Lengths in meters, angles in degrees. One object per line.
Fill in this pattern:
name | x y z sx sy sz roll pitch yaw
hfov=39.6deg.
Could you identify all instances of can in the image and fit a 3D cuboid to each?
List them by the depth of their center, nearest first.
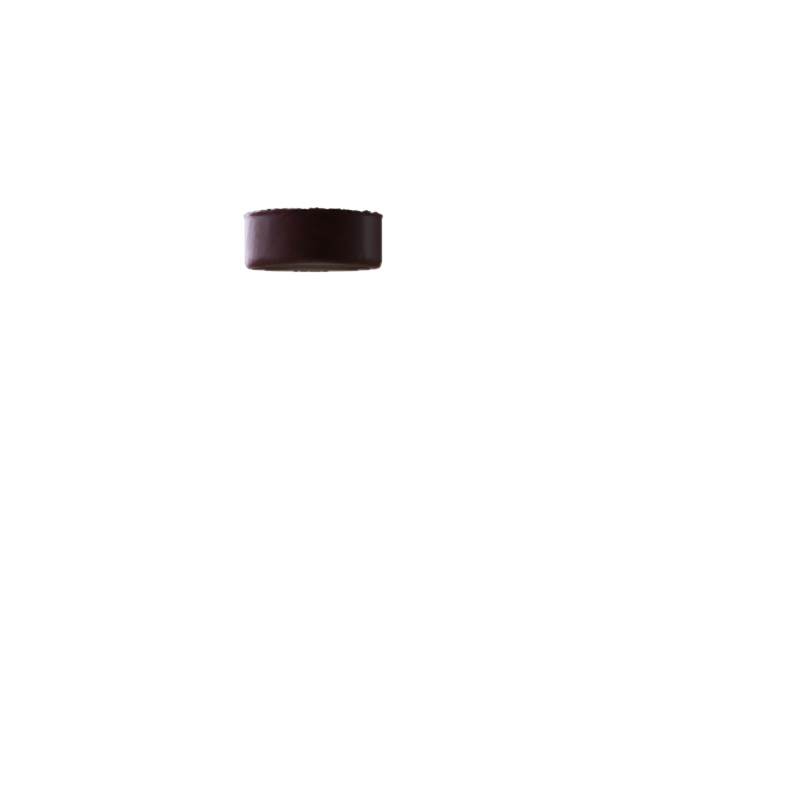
can | -0.053 -0.097 0.680 0.086 0.034 0.086 0 3 -2
